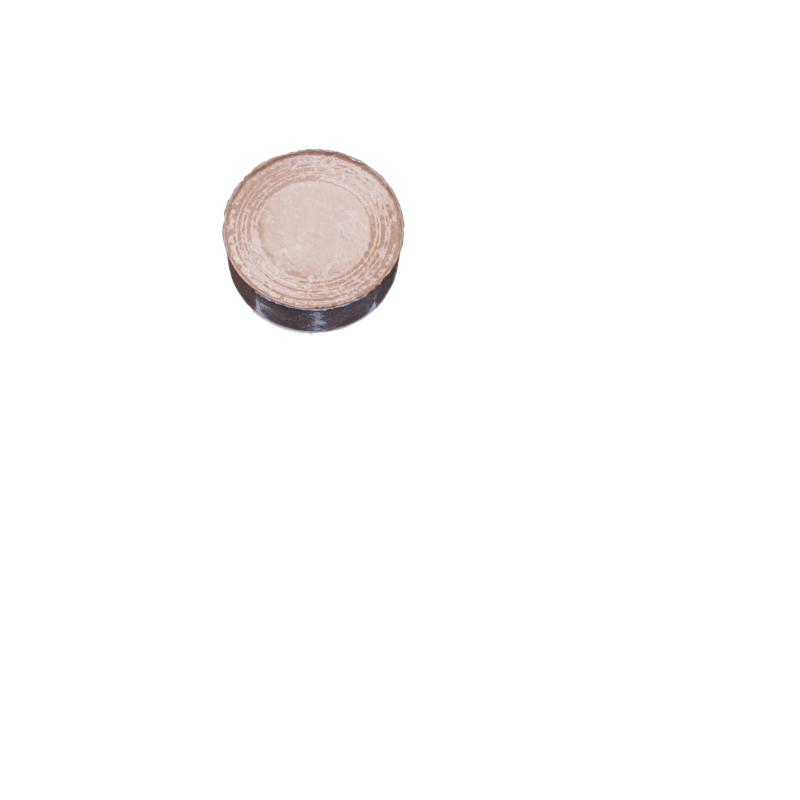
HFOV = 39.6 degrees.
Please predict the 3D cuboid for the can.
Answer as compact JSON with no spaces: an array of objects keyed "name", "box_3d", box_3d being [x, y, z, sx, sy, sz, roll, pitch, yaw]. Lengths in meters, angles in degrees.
[{"name":"can","box_3d":[-0.042,-0.076,0.535,0.086,0.091,0.032,-1,-26,-1]}]
